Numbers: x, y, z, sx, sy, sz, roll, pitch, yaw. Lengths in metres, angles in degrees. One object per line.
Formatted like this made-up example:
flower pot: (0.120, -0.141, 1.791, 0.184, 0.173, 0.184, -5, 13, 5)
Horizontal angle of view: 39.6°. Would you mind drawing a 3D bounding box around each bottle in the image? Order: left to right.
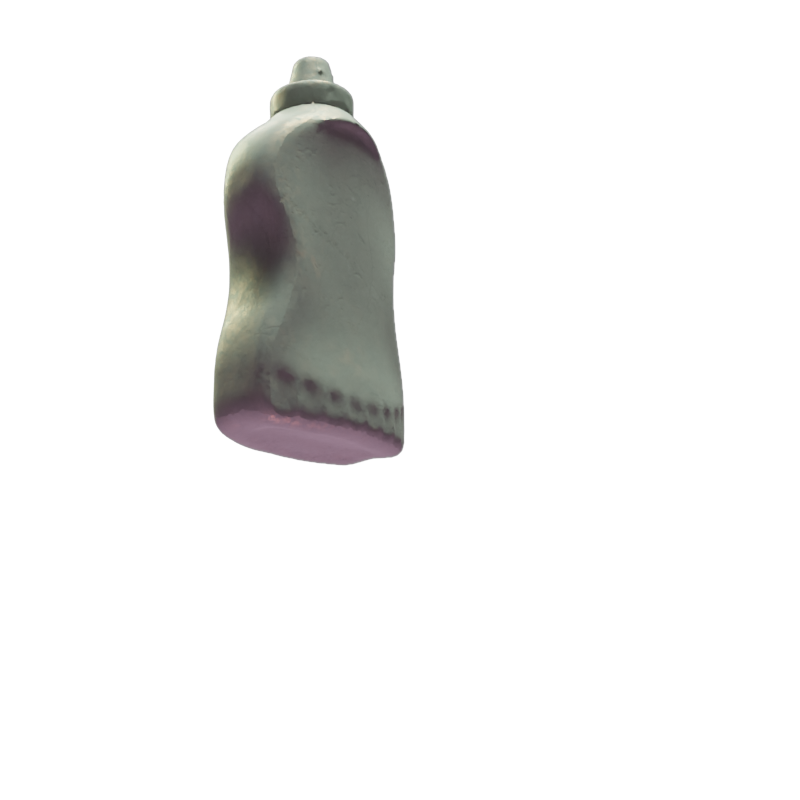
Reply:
bottle: (-0.040, -0.073, 0.511, 0.059, 0.202, 0.090, -19, -27, 37)
